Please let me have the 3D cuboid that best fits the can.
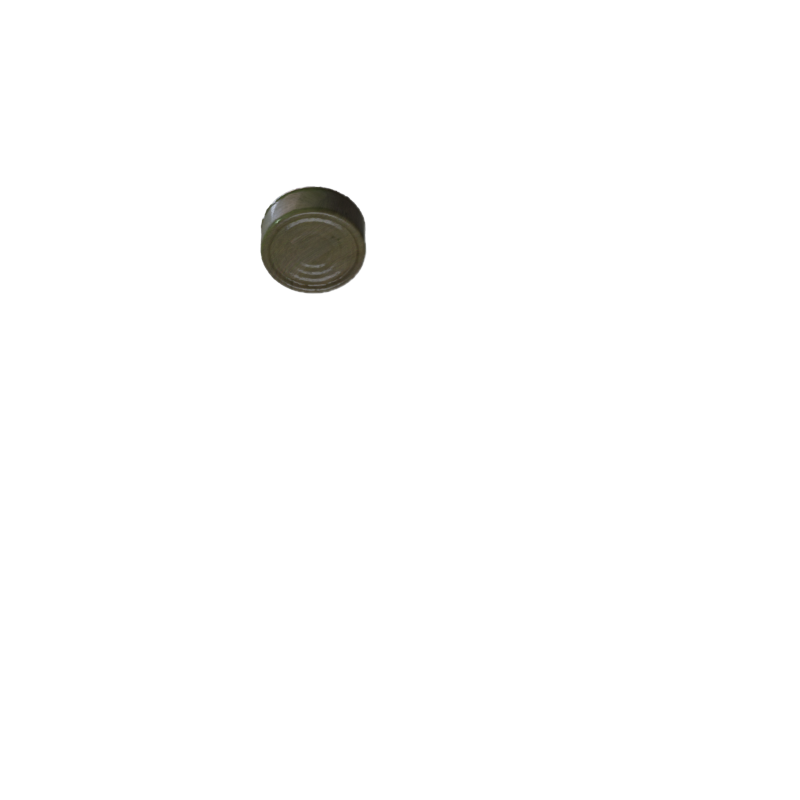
[{"bbox_3d":[-0.070,-0.127,0.892,0.086,0.080,0.036,1,40,-1],"label":"can"}]
